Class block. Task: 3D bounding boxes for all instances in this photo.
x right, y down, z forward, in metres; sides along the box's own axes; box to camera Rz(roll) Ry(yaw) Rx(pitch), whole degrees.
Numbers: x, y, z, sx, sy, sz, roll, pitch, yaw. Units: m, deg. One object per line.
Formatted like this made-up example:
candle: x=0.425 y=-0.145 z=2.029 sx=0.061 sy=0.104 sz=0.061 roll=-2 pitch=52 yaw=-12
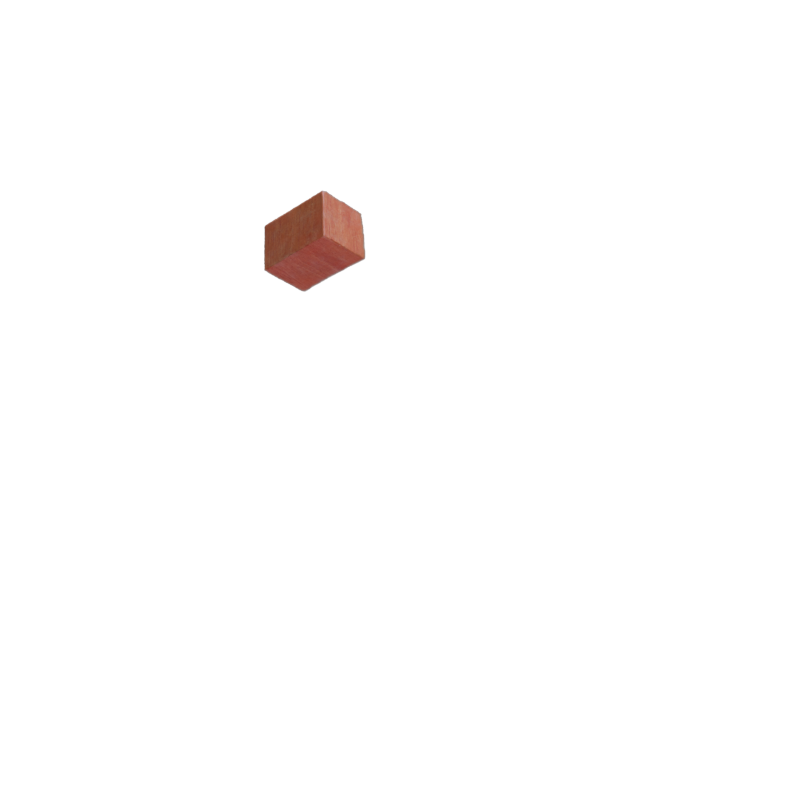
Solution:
block: x=-0.077 y=-0.141 z=0.987 sx=0.078 sy=0.055 sz=0.049 roll=-25 pitch=-38 yaw=35
